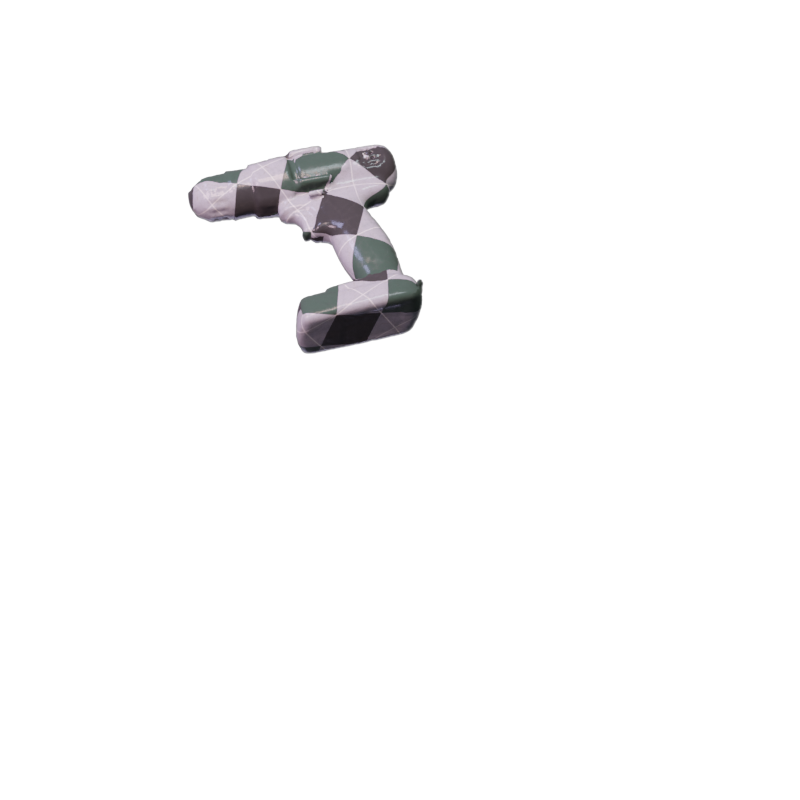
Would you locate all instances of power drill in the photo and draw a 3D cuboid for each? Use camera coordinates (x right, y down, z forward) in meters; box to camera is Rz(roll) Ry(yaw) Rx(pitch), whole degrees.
[{"bbox_3d":[-0.073,-0.132,0.927,0.183,0.202,0.054,-13,-34,-9],"label":"power drill"}]
